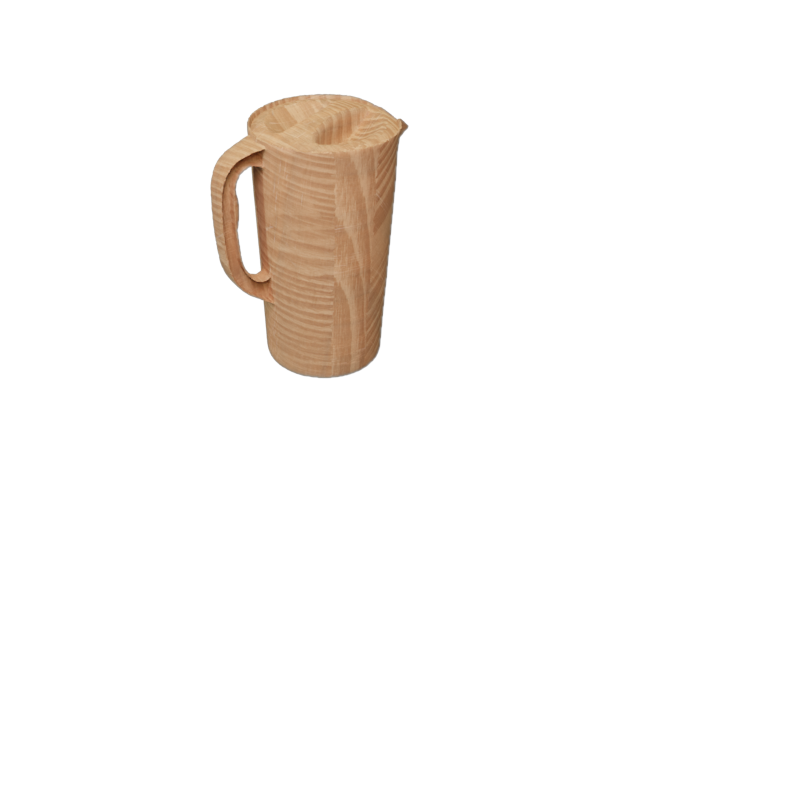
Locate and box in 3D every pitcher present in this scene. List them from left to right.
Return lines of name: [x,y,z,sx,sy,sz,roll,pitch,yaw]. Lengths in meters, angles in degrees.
pitcher: [-0.078,-0.143,0.998,0.152,0.229,0.151,7,31,9]
